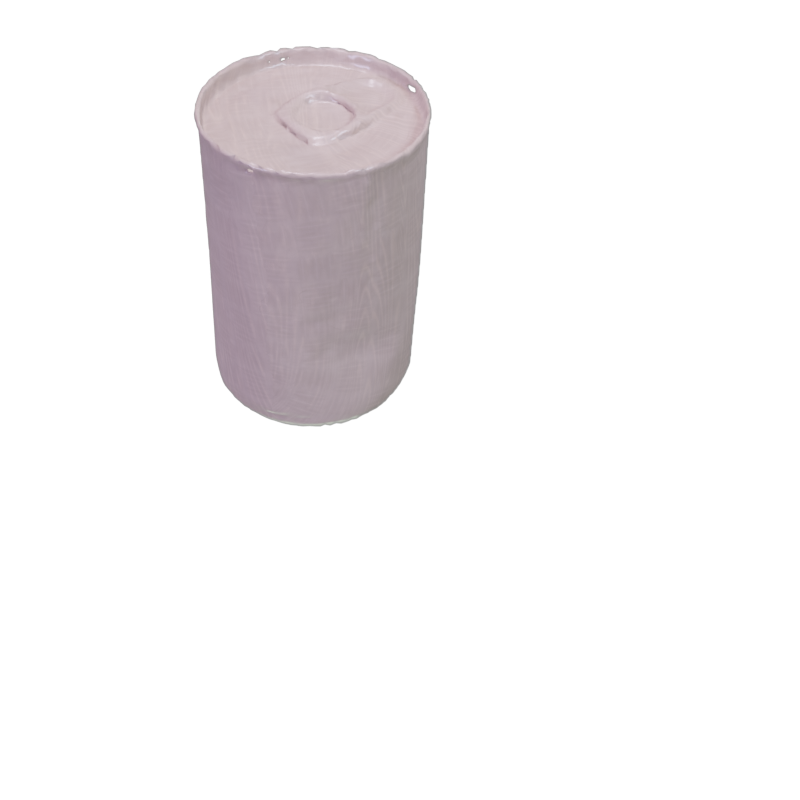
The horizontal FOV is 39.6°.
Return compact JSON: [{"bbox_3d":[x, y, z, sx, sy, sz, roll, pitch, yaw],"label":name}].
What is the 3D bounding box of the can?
[{"bbox_3d":[-0.027,-0.050,0.349,0.068,0.095,0.074,0,43,-3],"label":"can"}]
